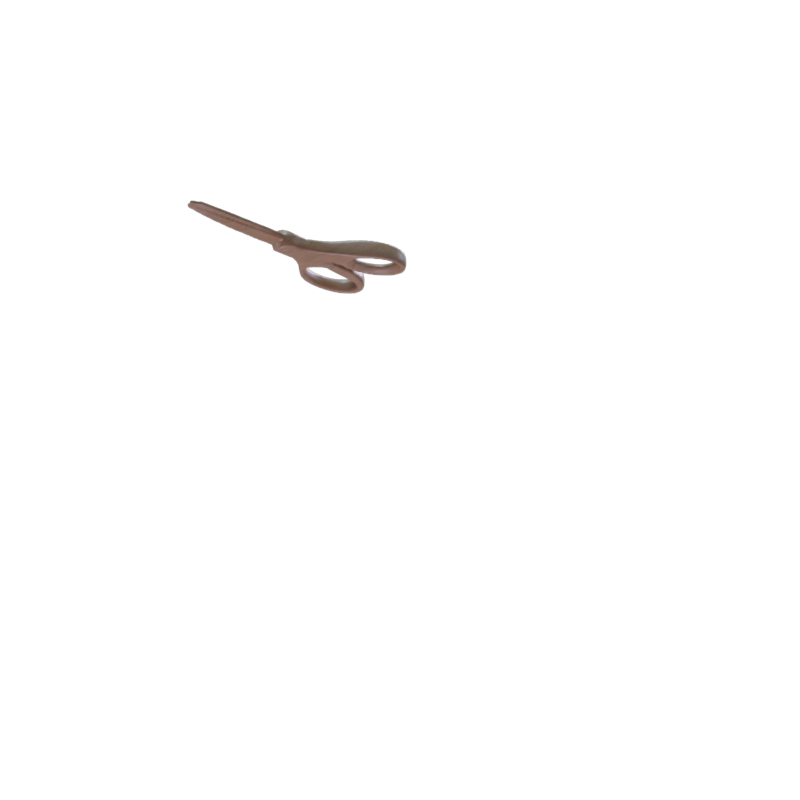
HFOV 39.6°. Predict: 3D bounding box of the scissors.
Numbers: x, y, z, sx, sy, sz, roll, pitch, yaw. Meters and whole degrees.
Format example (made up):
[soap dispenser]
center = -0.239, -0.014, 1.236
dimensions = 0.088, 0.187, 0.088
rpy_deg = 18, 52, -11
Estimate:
[scissors]
center = -0.065, -0.119, 0.834
dimensions = 0.098, 0.016, 0.189
rpy_deg = -7, -17, 24
